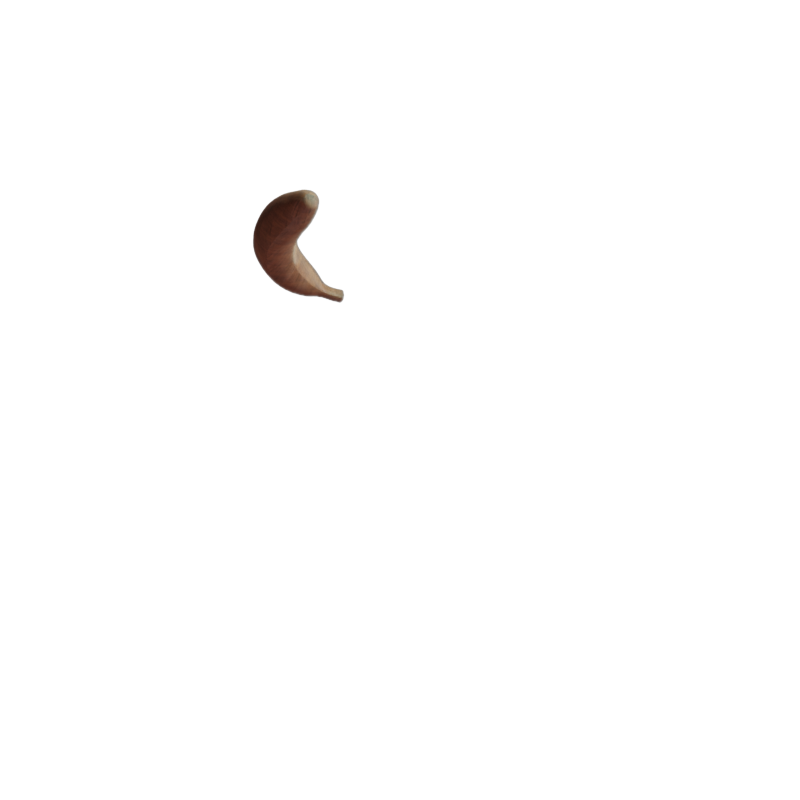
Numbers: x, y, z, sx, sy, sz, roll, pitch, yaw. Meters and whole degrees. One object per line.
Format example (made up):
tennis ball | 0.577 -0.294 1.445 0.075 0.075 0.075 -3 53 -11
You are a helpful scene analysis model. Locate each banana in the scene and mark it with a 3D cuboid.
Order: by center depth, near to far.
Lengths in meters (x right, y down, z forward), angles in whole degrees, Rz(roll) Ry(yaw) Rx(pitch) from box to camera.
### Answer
banana | -0.092 -0.132 0.944 0.070 0.038 0.187 -2 -18 4
